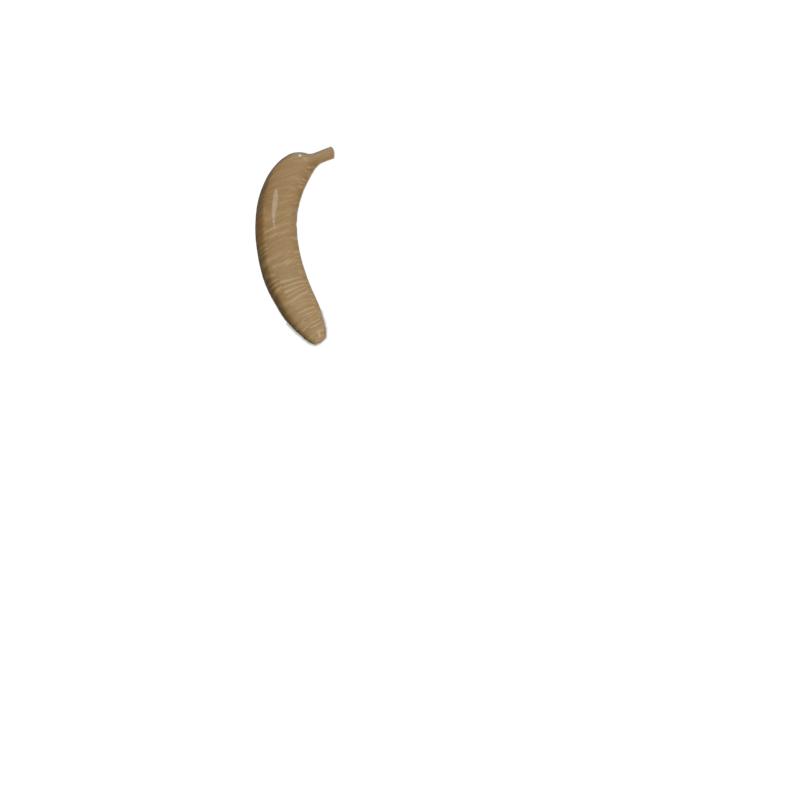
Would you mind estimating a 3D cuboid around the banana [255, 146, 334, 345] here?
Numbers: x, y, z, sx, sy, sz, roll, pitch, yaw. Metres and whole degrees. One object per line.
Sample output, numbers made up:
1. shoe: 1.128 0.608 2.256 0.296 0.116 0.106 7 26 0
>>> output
1. banana: -0.096 -0.146 0.993 0.070 0.208 0.035 2 -22 0
